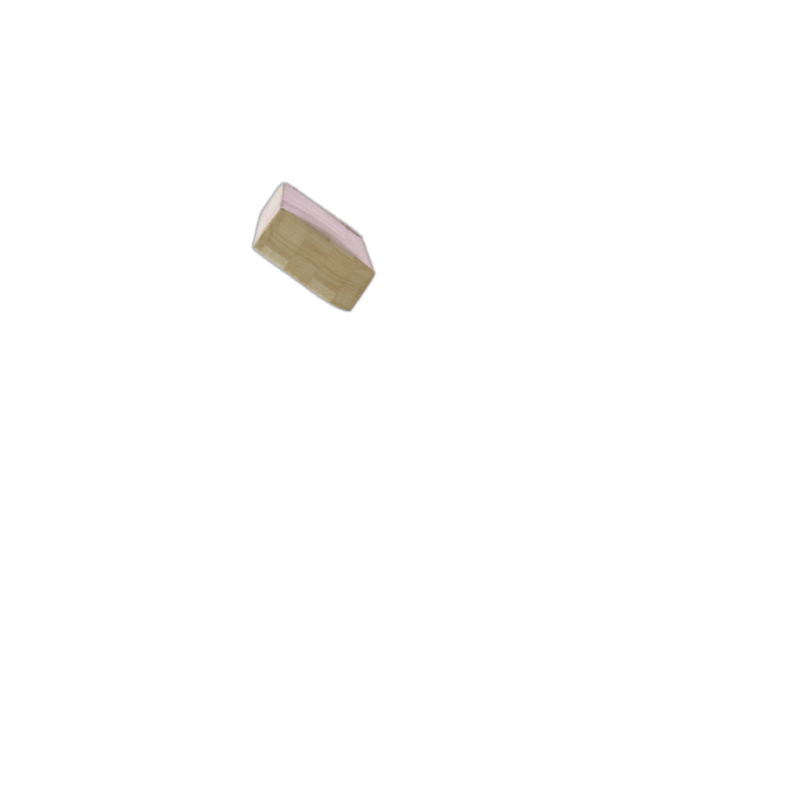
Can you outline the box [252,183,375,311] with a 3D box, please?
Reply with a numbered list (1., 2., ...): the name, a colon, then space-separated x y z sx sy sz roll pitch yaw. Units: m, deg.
1. box: -0.073 -0.134 0.936 0.091 0.047 0.183 34 13 -13
